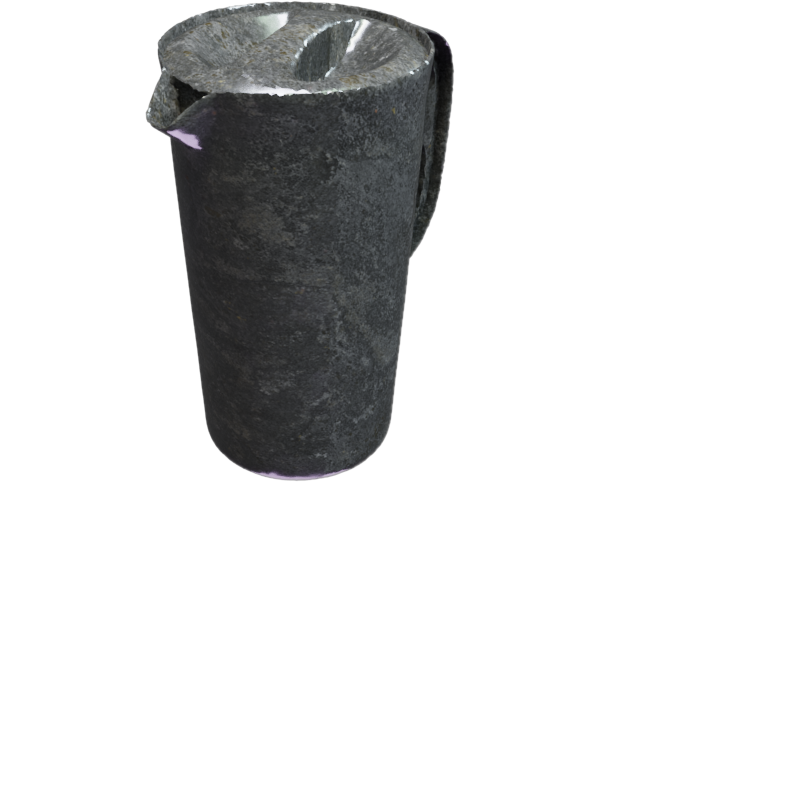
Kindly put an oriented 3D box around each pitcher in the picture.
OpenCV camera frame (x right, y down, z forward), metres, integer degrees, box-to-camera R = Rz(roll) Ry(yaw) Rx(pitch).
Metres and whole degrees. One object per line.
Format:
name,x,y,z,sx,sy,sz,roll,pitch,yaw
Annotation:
pitcher,-0.047,-0.085,0.596,0.149,0.228,0.154,2,33,0
